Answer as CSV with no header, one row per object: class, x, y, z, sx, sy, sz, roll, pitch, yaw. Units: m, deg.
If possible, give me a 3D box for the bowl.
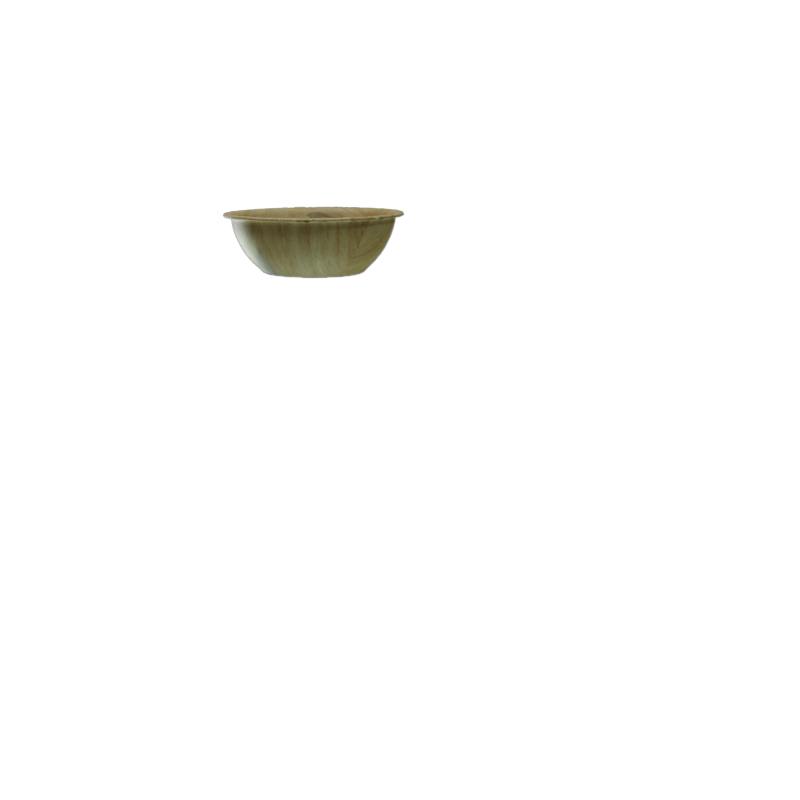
bowl,-0.077,-0.141,0.990,0.162,0.054,0.166,0,12,-2
